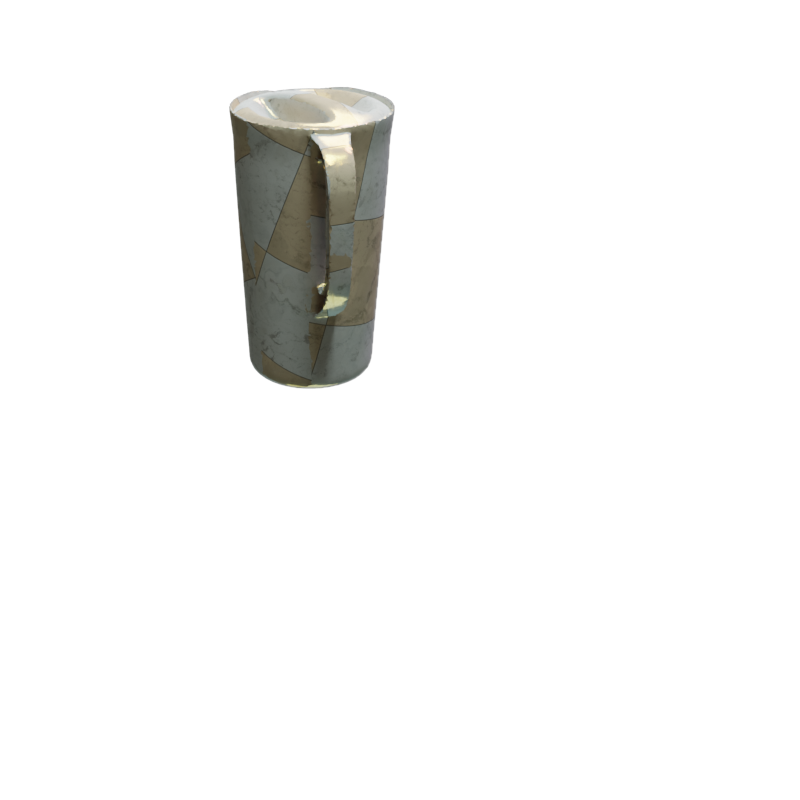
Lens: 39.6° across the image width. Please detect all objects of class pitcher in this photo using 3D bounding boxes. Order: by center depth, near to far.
[{"bbox_3d":[-0.072,-0.132,0.924,0.151,0.231,0.150,14,28,26],"label":"pitcher"}]
